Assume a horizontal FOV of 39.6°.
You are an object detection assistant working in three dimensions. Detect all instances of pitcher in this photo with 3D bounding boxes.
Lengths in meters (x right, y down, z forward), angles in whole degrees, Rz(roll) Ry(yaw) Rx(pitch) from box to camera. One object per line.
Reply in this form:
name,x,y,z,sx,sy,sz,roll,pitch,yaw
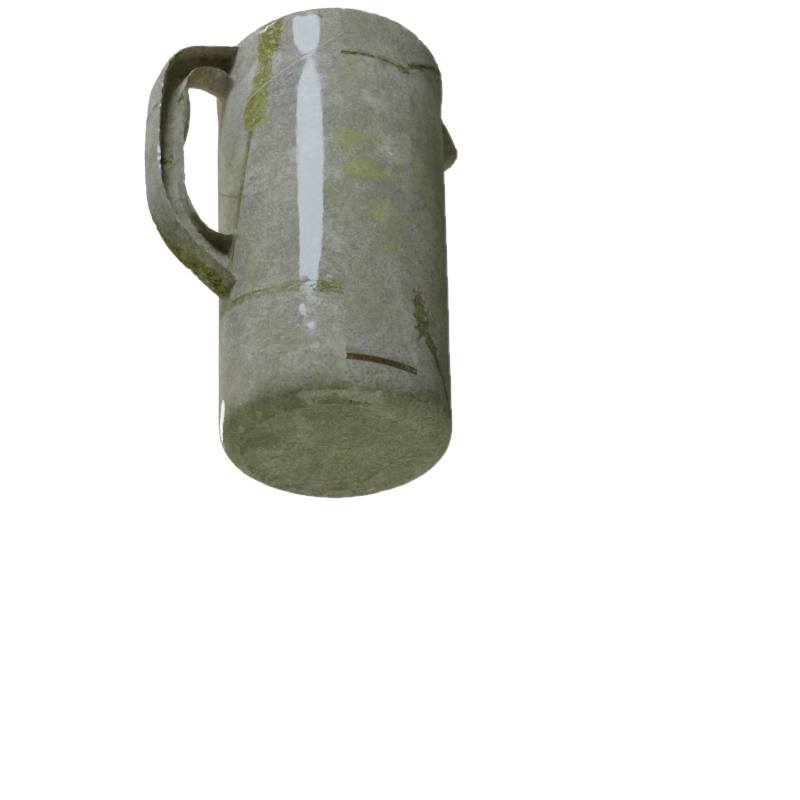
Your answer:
pitcher,-0.045,-0.082,0.577,0.151,0.260,0.134,-10,-37,11
